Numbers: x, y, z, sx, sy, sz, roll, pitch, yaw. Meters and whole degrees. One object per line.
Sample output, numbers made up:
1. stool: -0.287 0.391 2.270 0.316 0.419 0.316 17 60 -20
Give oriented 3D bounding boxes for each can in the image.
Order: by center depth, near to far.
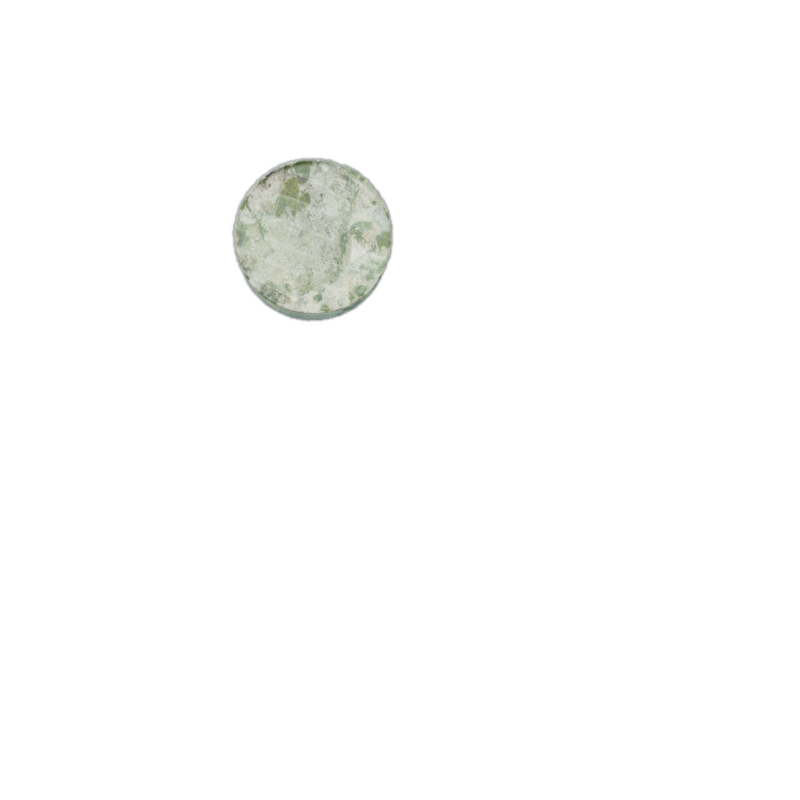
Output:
1. can: -0.048 -0.087 0.612 0.086 0.089 0.033 0 -12 -1
